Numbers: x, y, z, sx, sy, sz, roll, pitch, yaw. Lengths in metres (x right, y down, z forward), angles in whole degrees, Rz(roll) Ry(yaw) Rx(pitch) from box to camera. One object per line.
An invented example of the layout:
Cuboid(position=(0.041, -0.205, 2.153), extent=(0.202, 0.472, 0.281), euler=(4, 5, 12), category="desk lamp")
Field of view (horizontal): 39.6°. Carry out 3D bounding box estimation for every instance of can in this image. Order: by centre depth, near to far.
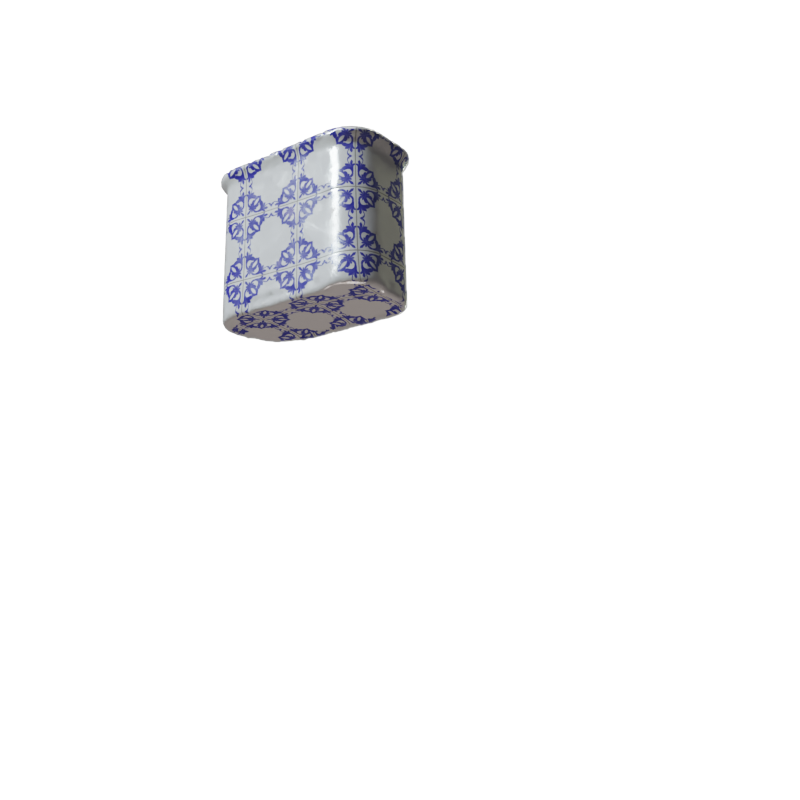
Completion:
Cuboid(position=(-0.045, -0.081, 0.570), extent=(0.104, 0.088, 0.054), euler=(-15, -25, 34), category="can")
